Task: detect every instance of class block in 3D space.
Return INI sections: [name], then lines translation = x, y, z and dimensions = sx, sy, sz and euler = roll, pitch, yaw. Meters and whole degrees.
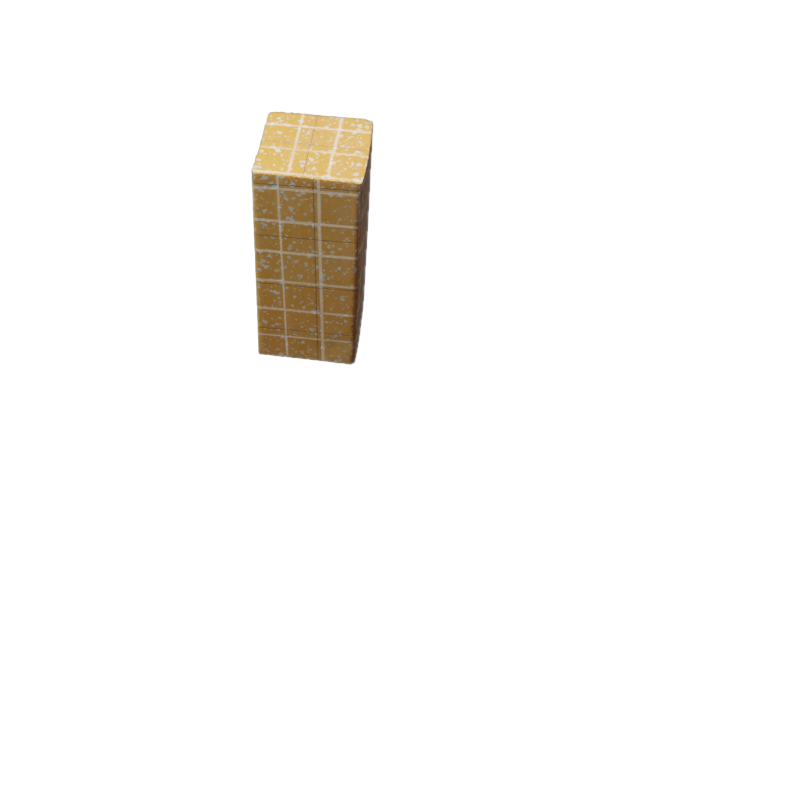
[block]
translation = -0.075, -0.138, 0.963
dimensions = 0.091, 0.192, 0.096
euler = 6, 45, 3
